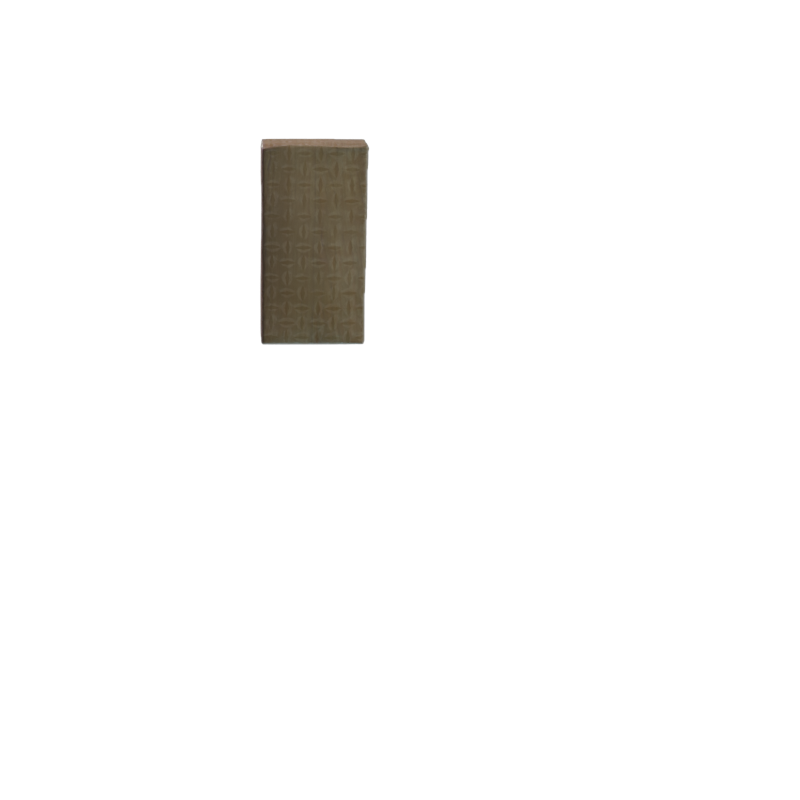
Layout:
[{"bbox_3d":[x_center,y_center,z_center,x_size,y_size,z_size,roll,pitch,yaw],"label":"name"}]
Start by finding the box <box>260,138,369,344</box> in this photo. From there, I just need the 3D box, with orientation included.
[{"bbox_3d":[-0.076,-0.137,0.963,0.093,0.170,0.050,0,16,-4],"label":"box"}]
